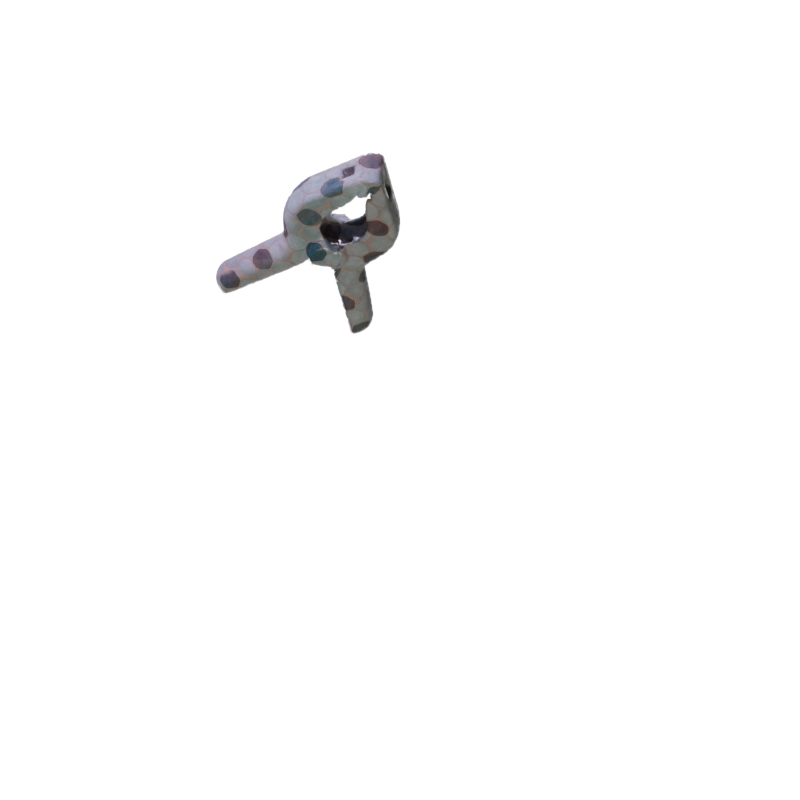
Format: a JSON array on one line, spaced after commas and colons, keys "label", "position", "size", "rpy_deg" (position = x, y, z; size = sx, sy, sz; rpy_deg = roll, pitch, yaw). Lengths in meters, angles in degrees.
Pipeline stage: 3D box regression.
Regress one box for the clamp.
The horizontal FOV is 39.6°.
[{"label": "clamp", "position": [-0.060, -0.110, 0.771], "size": [0.118, 0.042, 0.163], "rpy_deg": [9, -38, -12]}]
